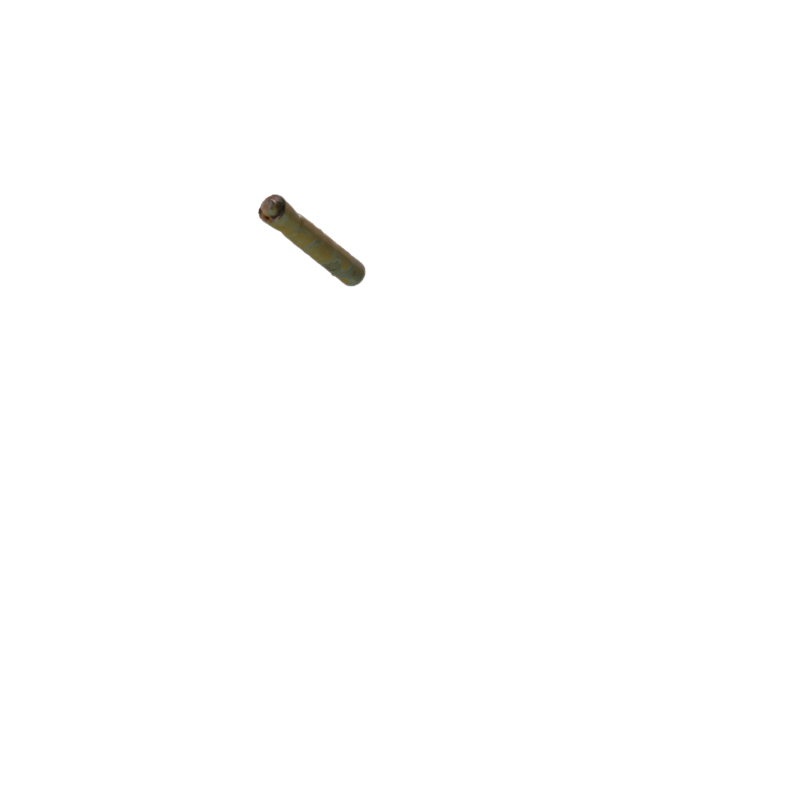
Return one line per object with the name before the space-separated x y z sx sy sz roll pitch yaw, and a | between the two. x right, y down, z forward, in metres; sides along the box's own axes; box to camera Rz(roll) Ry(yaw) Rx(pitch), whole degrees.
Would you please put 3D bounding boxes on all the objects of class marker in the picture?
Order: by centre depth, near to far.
marker | -0.055 -0.101 0.706 0.020 0.020 0.113 2 -14 26
